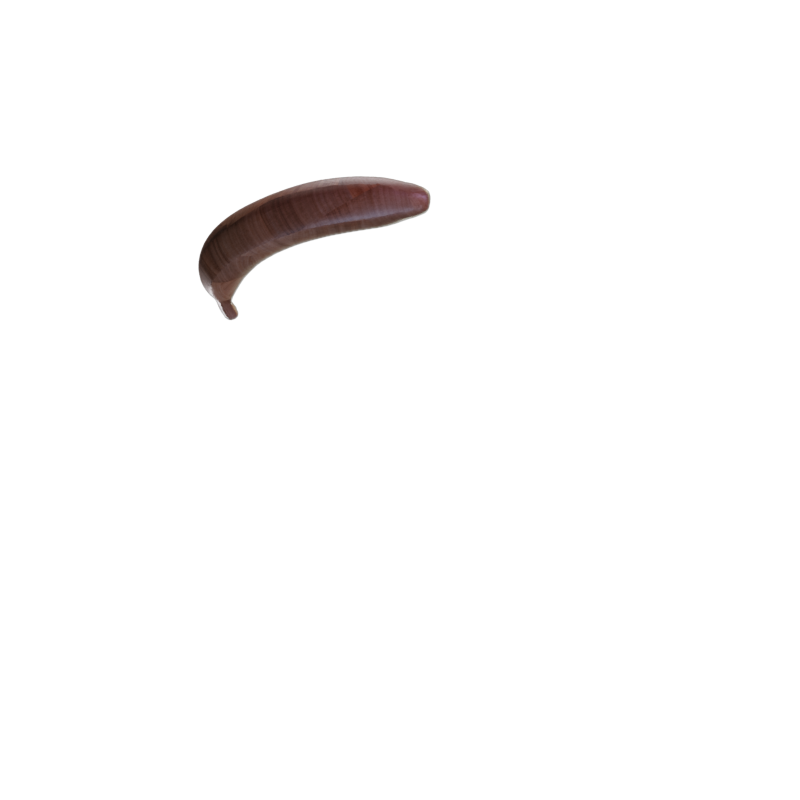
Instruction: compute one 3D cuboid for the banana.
[{"bbox_3d":[-0.073,-0.110,0.735,0.199,0.039,0.065,-22,-33,38],"label":"banana"}]
